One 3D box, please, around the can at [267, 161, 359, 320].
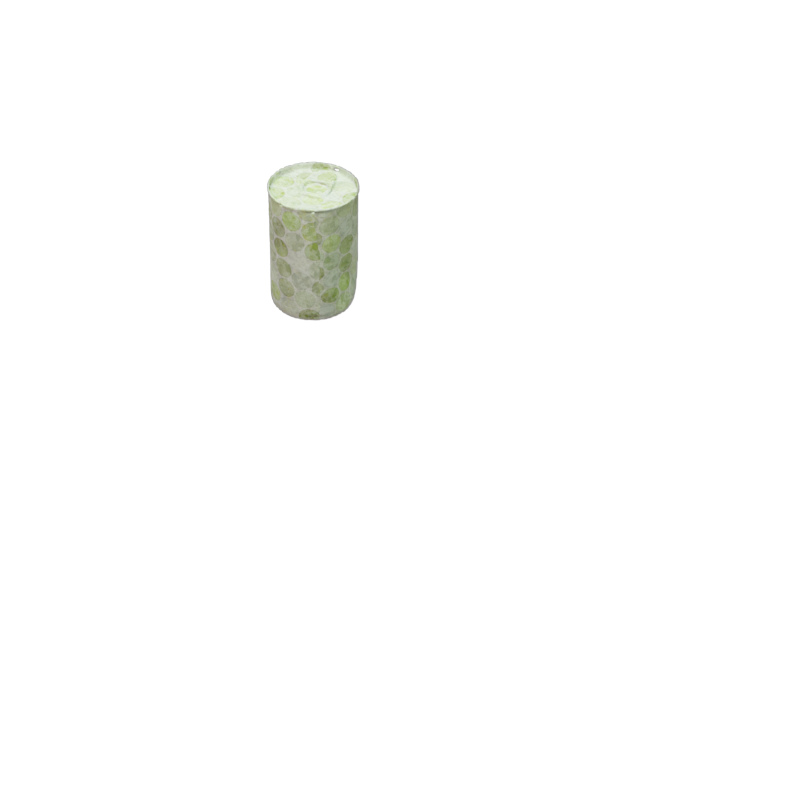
[{"bbox_3d":[-0.066,-0.120,0.840,0.068,0.095,0.073,0,38,-3],"label":"can"}]
